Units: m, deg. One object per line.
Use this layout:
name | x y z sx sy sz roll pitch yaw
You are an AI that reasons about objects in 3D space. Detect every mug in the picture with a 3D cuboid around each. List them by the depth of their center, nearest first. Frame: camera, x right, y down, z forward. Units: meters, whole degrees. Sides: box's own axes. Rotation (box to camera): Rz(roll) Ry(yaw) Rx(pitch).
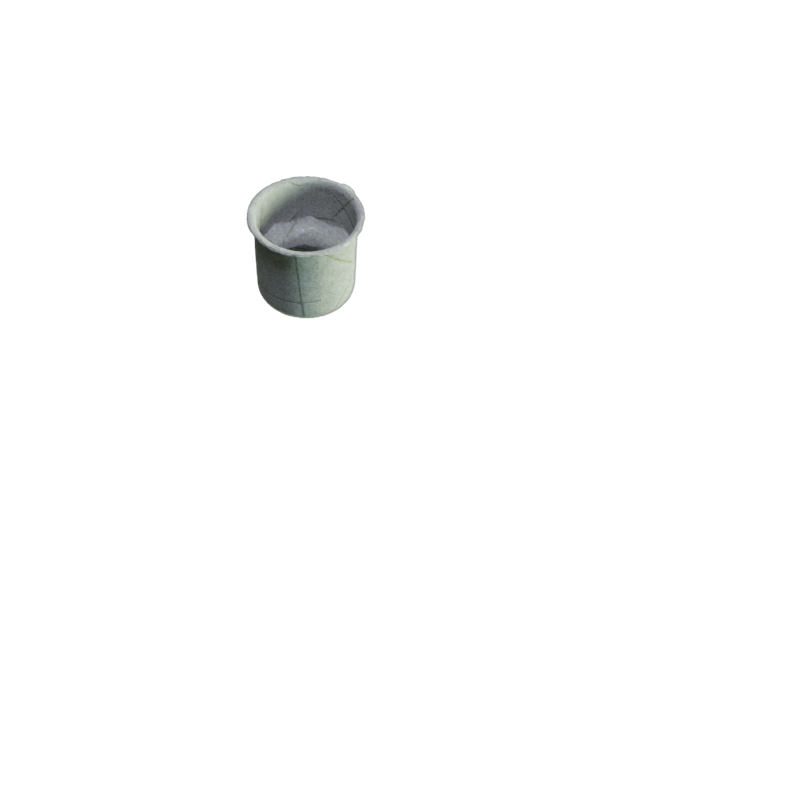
mug | -0.071 -0.129 0.903 0.097 0.076 0.121 22 51 17
